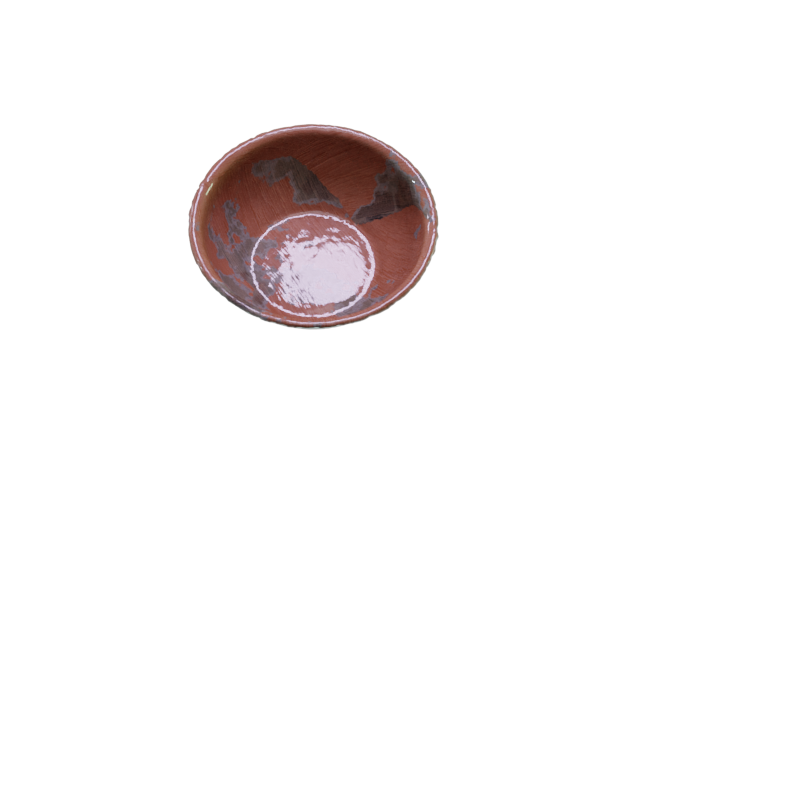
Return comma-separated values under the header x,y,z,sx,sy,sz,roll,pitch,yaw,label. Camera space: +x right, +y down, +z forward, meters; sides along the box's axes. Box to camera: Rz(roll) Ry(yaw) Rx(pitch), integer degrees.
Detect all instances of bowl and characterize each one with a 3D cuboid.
x,y,z,sx,sy,sz,roll,pitch,yaw,label
-0.058,-0.105,0.737,0.162,0.173,0.052,-1,-32,-1,bowl
